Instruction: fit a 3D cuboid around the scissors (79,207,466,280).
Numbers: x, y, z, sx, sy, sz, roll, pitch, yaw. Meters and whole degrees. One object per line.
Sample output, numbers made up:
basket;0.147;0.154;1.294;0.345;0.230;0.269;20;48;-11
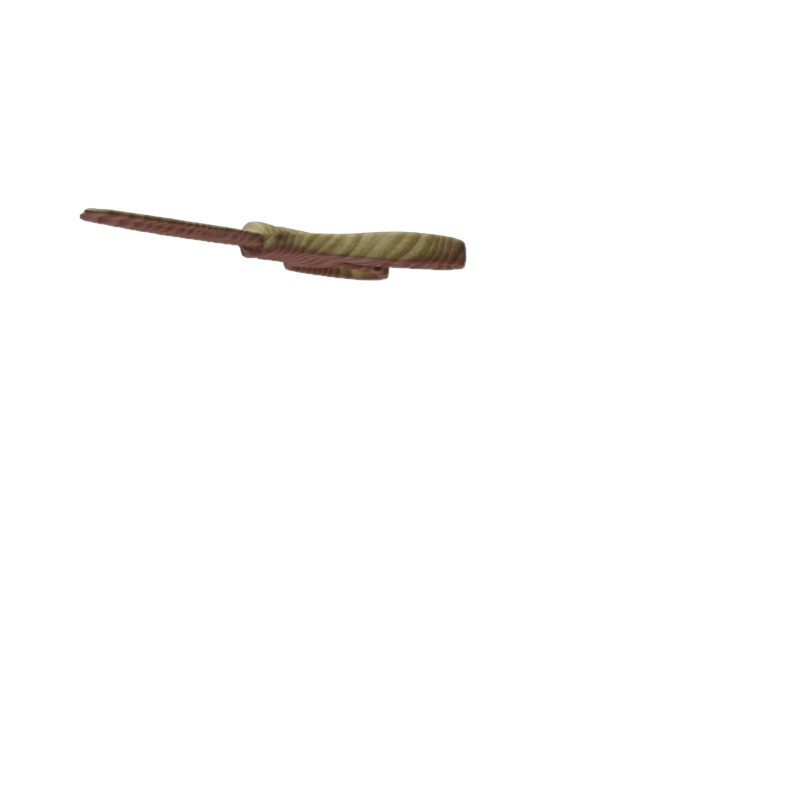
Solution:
scissors;-0.037;-0.067;0.468;0.099;0.016;0.195;0;1;21
